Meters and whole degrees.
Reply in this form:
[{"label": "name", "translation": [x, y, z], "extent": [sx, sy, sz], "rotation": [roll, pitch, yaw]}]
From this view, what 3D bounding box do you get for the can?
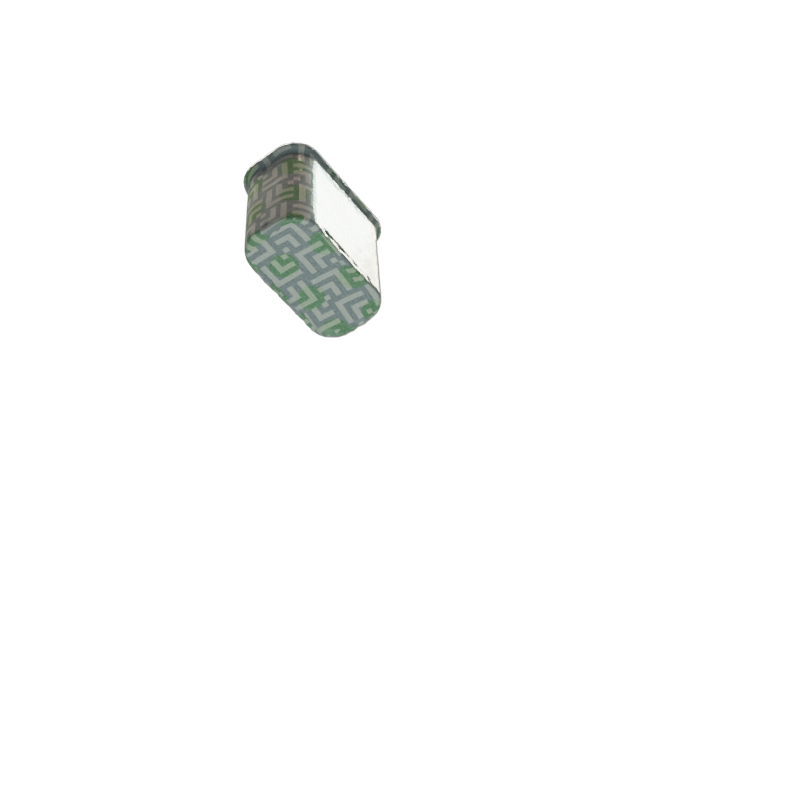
[{"label": "can", "translation": [-0.056, -0.102, 0.713], "extent": [0.057, 0.090, 0.095], "rotation": [-31, -56, 21]}]
